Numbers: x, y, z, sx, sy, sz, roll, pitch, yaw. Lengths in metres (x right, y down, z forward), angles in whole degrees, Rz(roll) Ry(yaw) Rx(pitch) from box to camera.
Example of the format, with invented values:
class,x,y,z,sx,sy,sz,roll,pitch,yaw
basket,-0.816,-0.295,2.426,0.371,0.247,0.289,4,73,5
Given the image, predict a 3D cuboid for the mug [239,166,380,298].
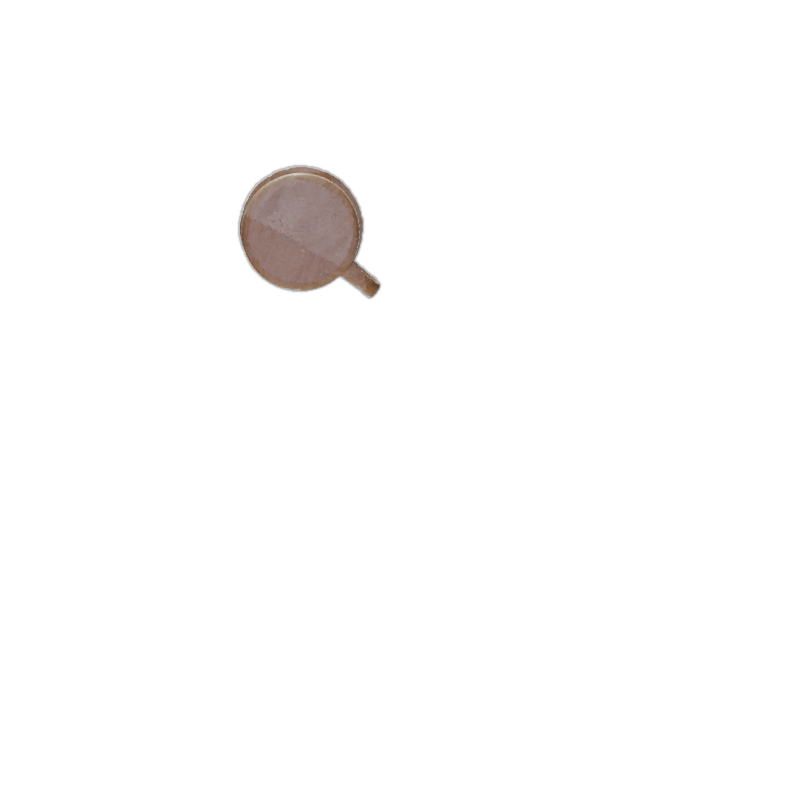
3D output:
class,x,y,z,sx,sy,sz,roll,pitch,yaw
mug,-0.062,-0.113,0.792,0.116,0.093,0.083,42,3,-5
